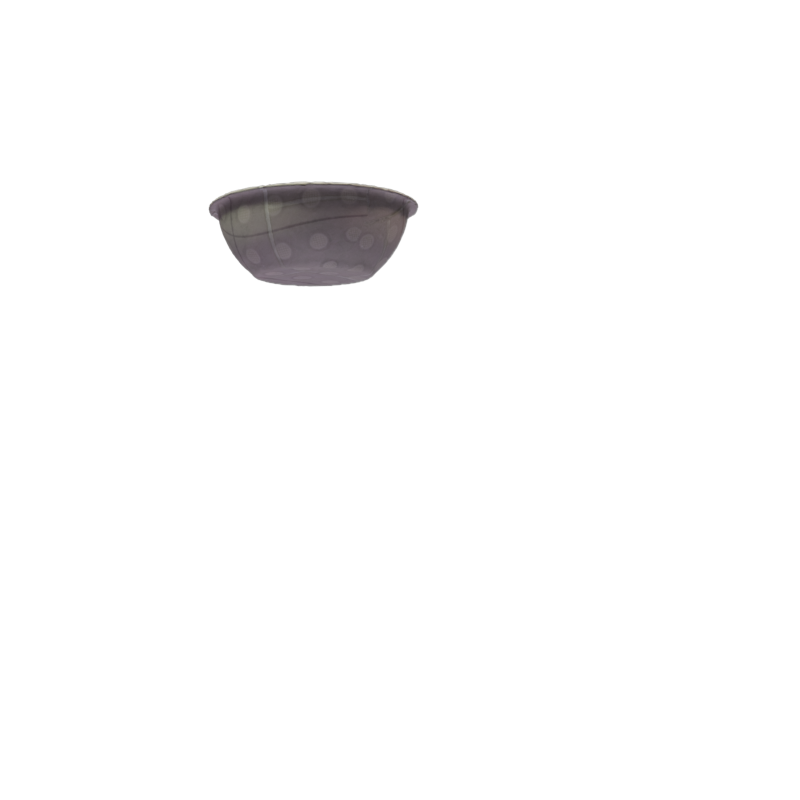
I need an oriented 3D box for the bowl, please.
[{"bbox_3d":[-0.066,-0.121,0.849,0.162,0.056,0.159,0,-5,-2],"label":"bowl"}]
